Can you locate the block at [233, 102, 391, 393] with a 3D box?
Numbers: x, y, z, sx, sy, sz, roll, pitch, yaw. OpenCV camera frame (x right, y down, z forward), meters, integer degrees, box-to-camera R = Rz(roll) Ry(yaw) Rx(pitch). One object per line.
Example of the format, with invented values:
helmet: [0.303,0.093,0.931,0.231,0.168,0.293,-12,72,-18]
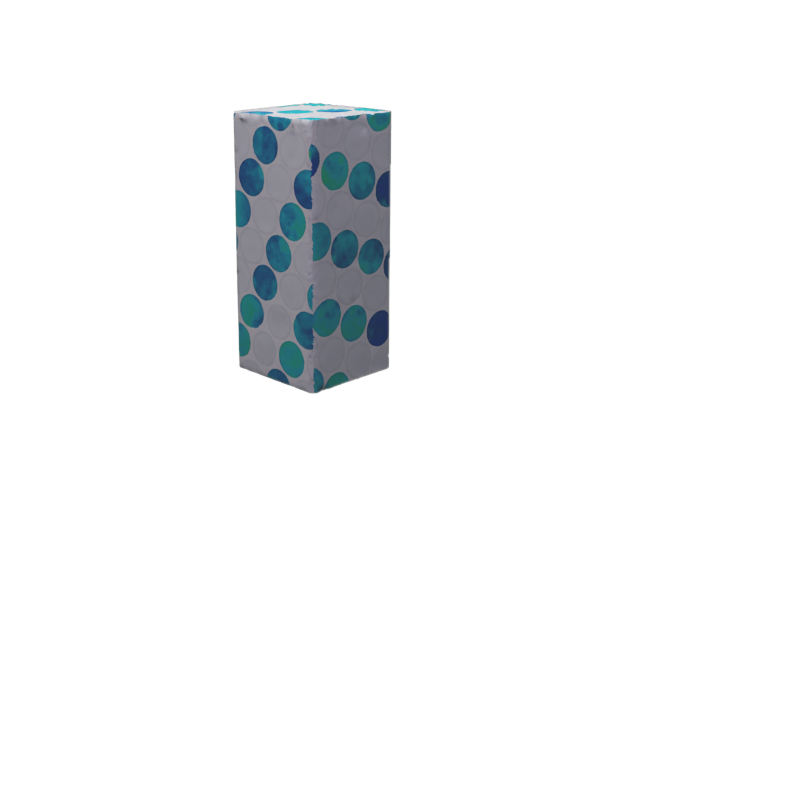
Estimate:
block: [-0.069,-0.124,0.867,0.096,0.199,0.088,15,20,42]
